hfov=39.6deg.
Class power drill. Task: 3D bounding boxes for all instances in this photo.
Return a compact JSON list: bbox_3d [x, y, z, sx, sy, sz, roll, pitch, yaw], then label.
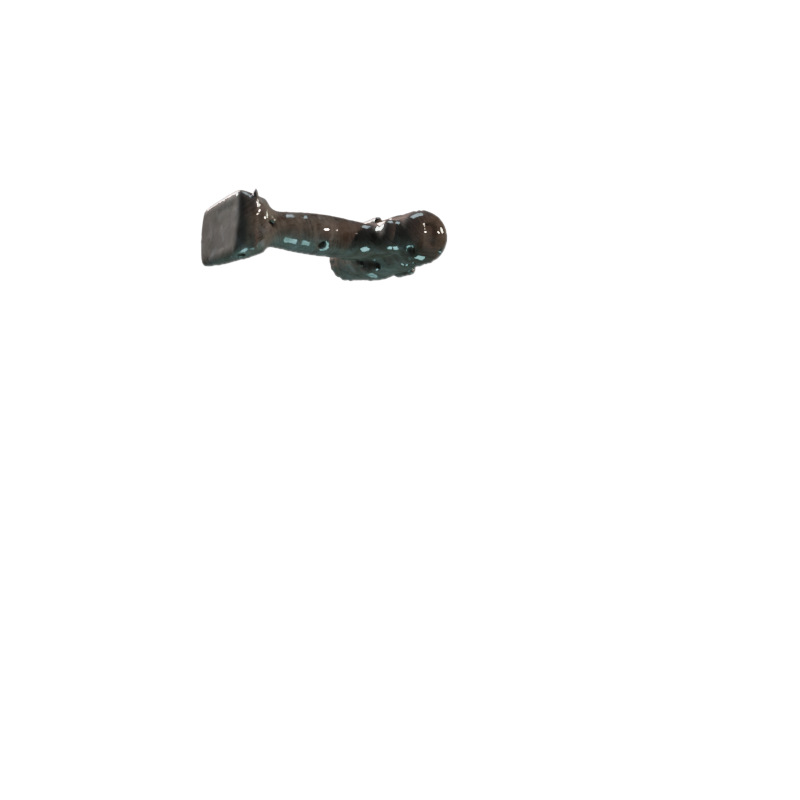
[{"bbox_3d":[-0.077,-0.140,0.980,0.182,0.058,0.187,2,-4,-25],"label":"power drill"}]
